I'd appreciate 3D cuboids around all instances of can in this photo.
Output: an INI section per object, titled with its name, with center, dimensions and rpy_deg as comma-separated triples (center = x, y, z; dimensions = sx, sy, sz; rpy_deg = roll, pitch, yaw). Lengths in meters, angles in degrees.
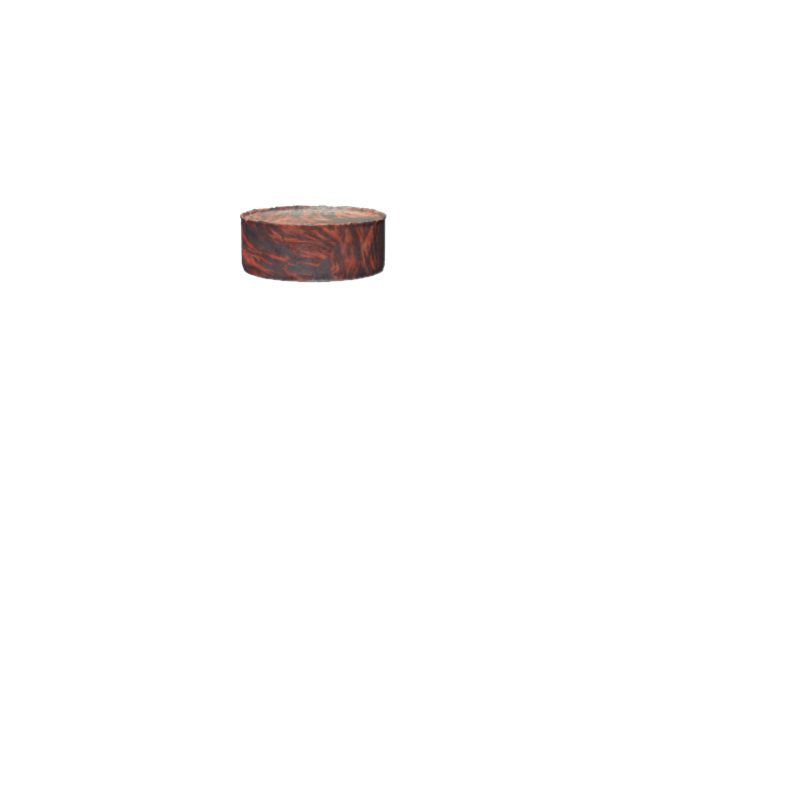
[can]
center = -0.051, -0.093, 0.651
dimensions = 0.086, 0.033, 0.089
rpy_deg = 0, 16, -2
